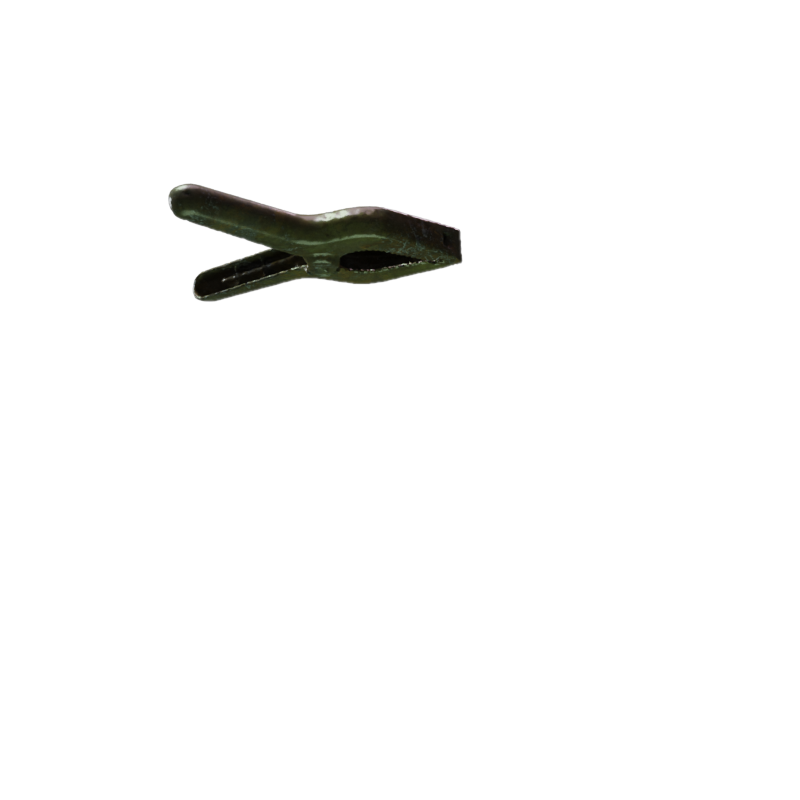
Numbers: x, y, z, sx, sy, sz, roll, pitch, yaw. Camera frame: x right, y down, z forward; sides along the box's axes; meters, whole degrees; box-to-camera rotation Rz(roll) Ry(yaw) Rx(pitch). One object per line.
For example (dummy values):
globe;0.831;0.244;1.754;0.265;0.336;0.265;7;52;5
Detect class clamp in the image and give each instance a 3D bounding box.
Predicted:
clamp;-0.062;-0.113;0.793;0.211;0.038;0.156;-2;-17;5
